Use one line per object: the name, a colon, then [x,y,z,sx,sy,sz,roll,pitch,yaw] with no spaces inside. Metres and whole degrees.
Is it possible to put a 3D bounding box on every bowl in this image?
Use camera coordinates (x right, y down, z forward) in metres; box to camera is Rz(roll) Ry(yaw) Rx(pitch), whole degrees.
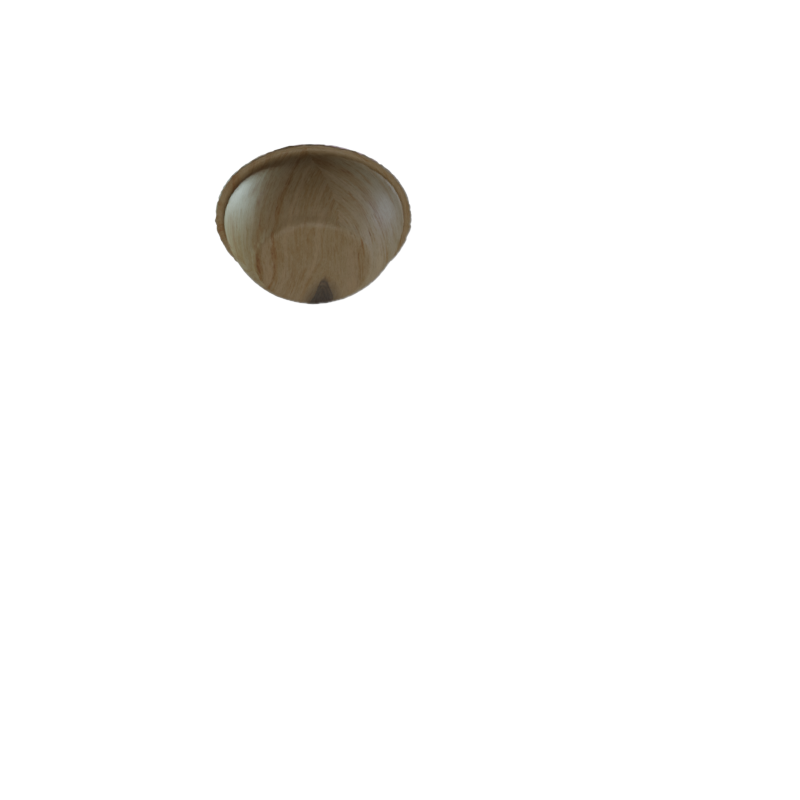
bowl: [-0.070,-0.128,0.896,0.162,0.059,0.151,1,-42,-1]
